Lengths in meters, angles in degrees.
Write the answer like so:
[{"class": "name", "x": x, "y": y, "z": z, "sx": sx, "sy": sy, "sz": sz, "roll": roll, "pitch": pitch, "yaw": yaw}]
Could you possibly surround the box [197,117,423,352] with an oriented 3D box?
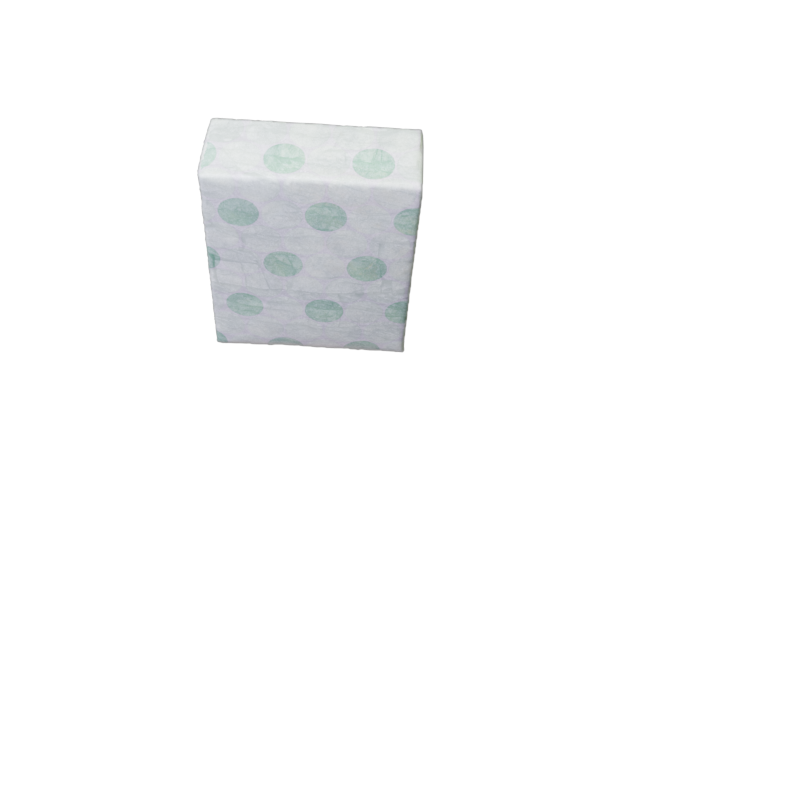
[{"class": "box", "x": -0.070, "y": -0.127, "z": 0.890, "sx": 0.164, "sy": 0.077, "sz": 0.200, "roll": 4, "pitch": -35, "yaw": 0}]
